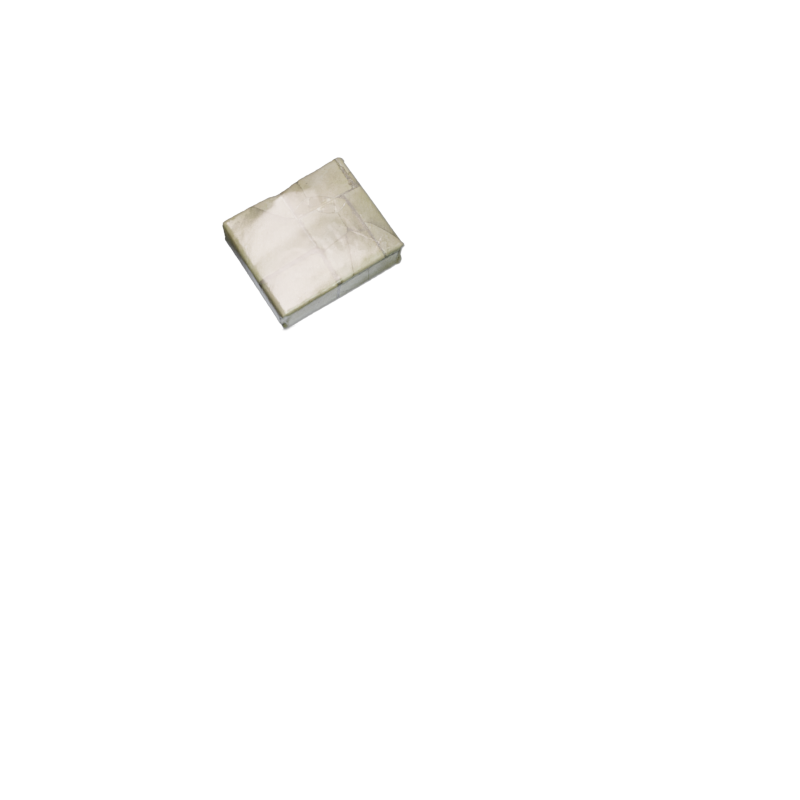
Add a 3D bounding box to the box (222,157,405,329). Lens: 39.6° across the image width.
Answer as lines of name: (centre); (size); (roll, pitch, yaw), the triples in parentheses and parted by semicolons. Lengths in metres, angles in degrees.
box: (-0.053, -0.098, 0.685); (0.089, 0.077, 0.029); (-31, -18, -12)
